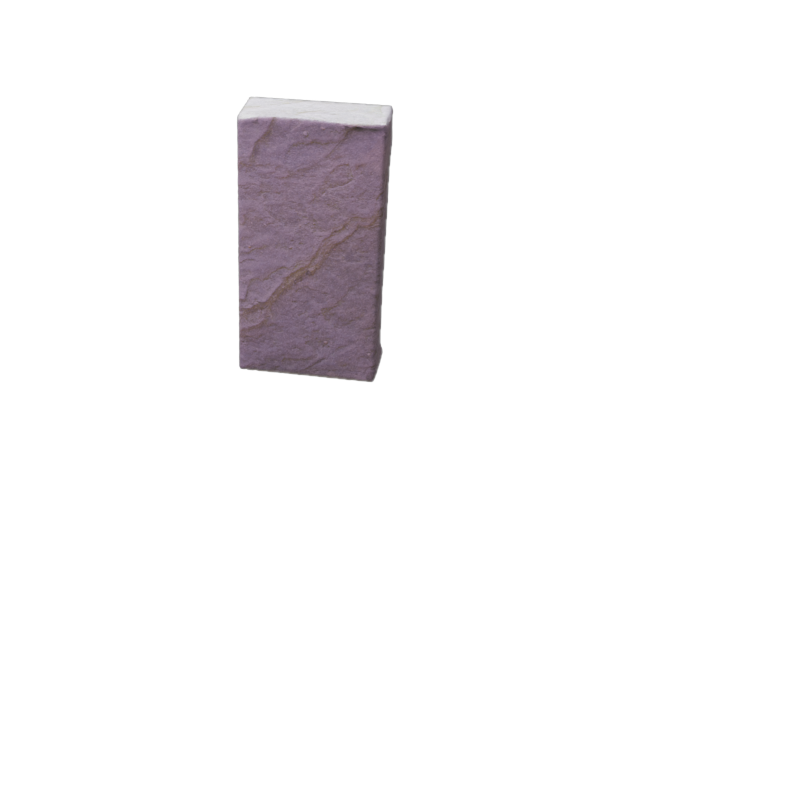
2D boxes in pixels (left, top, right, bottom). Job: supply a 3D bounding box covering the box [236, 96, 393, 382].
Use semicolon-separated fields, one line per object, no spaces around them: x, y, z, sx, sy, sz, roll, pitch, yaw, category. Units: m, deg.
-0.055;-0.100;0.703;0.094;0.166;0.050;5;29;6;box
